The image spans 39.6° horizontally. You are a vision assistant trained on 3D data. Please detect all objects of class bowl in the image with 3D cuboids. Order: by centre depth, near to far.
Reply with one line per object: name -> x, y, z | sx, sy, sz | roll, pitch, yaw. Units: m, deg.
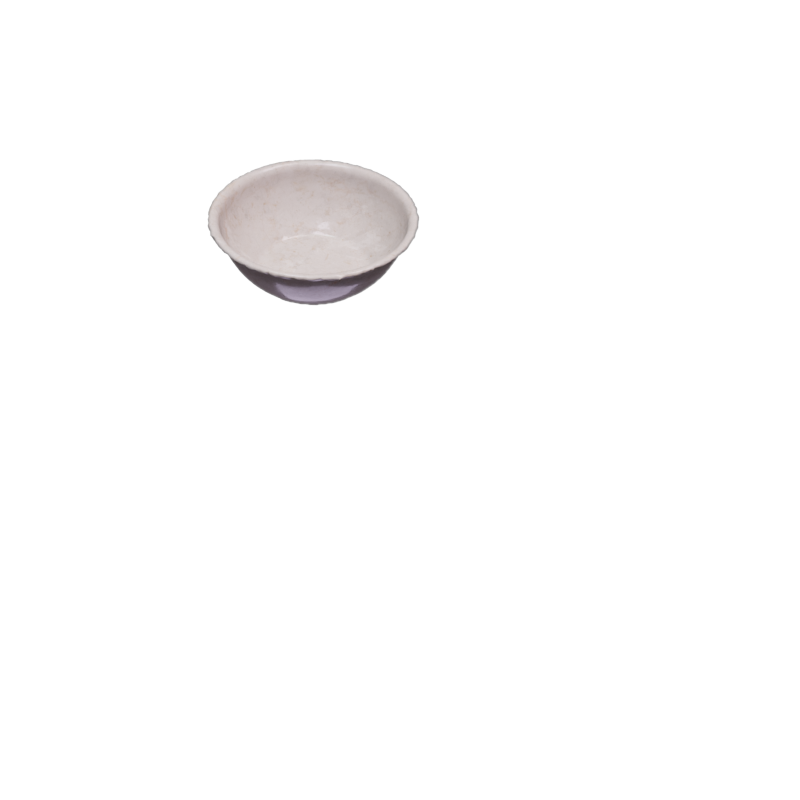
bowl -> -0.068, -0.123, 0.864 | 0.162, 0.051, 0.174 | -1, 41, -2
